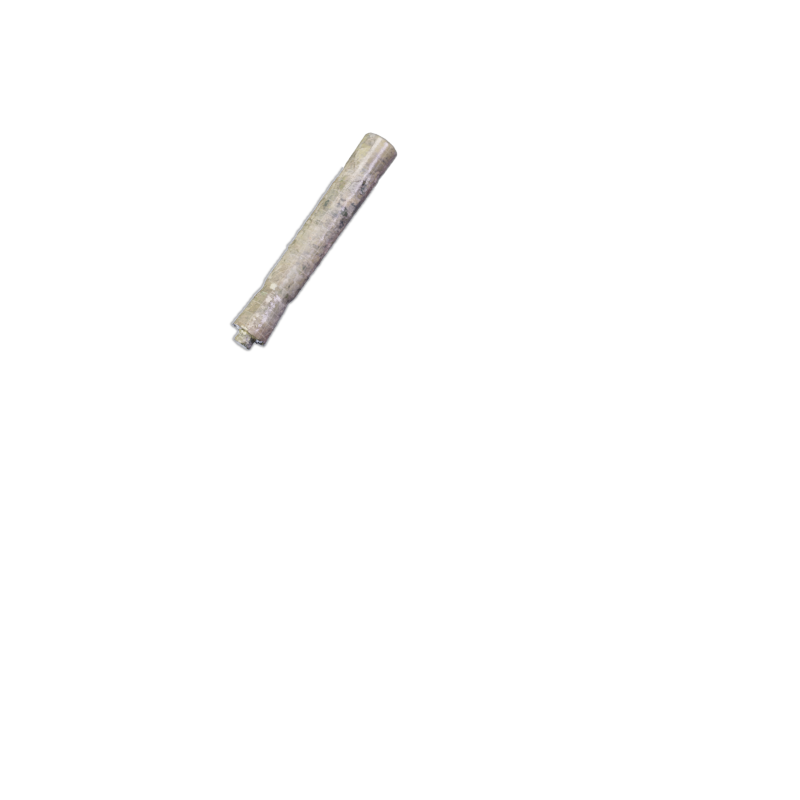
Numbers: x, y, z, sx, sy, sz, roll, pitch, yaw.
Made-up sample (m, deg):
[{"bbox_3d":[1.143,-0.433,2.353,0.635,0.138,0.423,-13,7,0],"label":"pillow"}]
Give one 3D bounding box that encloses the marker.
[{"bbox_3d":[-0.041,-0.075,0.529,0.020,0.123,0.019,32,-14,5],"label":"marker"}]
